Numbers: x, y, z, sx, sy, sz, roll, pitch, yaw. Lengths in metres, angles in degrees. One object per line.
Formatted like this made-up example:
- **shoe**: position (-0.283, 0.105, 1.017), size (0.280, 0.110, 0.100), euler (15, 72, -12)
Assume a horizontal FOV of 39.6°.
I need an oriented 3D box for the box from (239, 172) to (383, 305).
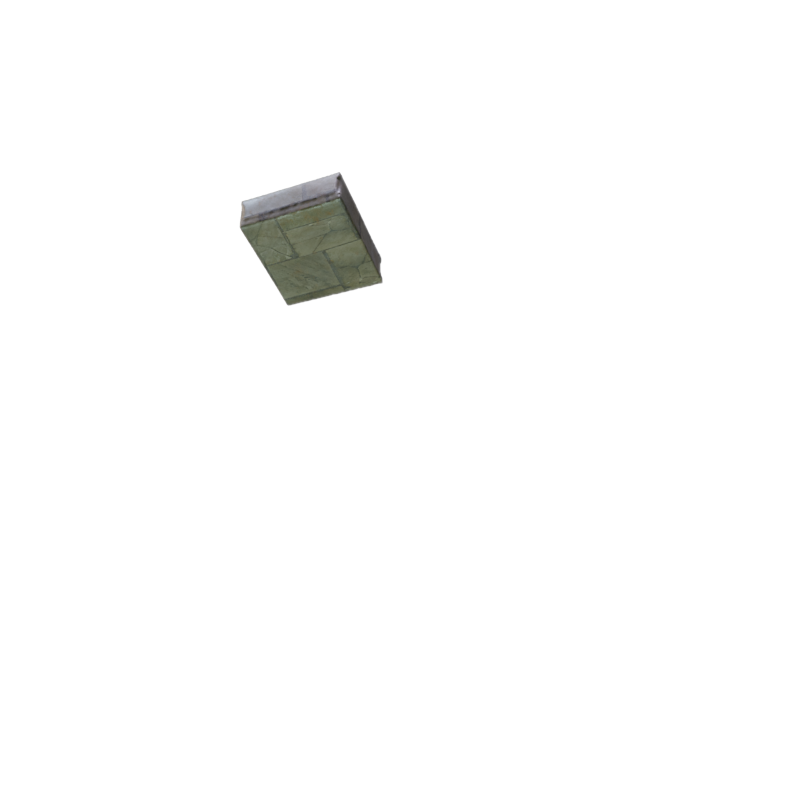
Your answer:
- **box**: position (-0.060, -0.109, 0.767), size (0.074, 0.032, 0.082), euler (-14, -43, 15)
